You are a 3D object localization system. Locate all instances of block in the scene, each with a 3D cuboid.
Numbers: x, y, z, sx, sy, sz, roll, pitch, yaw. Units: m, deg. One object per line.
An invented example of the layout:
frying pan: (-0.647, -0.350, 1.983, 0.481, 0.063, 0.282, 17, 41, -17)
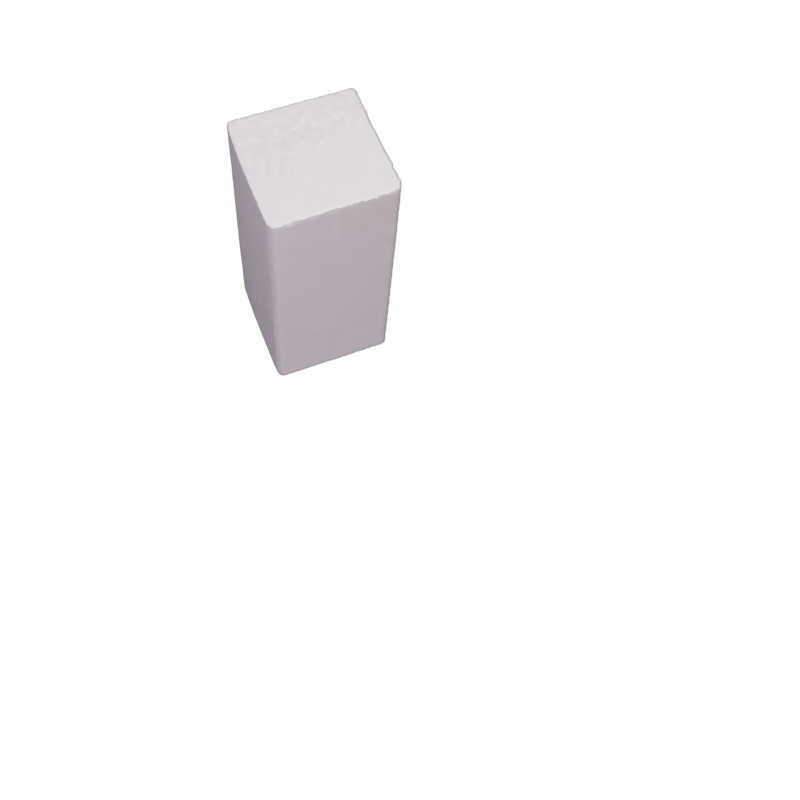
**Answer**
block: (-0.061, -0.111, 0.781, 0.090, 0.096, 0.194, -17, -25, -12)
